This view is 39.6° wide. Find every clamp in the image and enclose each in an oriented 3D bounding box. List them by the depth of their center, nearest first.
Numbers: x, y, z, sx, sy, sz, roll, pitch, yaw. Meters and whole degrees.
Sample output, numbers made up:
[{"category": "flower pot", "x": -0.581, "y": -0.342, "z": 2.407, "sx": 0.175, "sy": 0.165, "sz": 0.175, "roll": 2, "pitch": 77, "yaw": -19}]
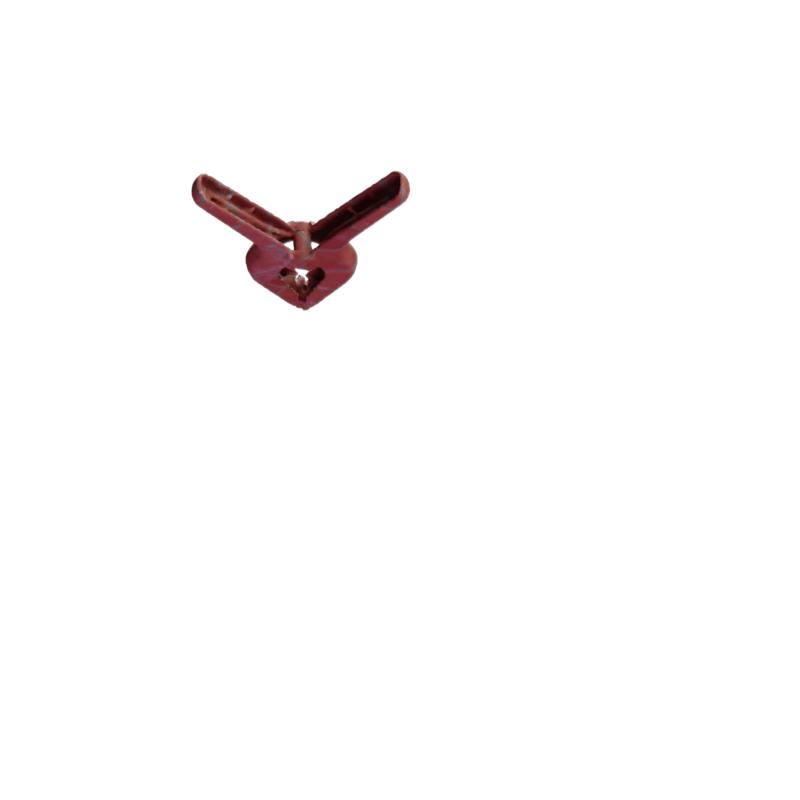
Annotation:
[{"category": "clamp", "x": -0.071, "y": -0.130, "z": 0.913, "sx": 0.165, "sy": 0.038, "sz": 0.198, "roll": -2, "pitch": -22, "yaw": 4}]
